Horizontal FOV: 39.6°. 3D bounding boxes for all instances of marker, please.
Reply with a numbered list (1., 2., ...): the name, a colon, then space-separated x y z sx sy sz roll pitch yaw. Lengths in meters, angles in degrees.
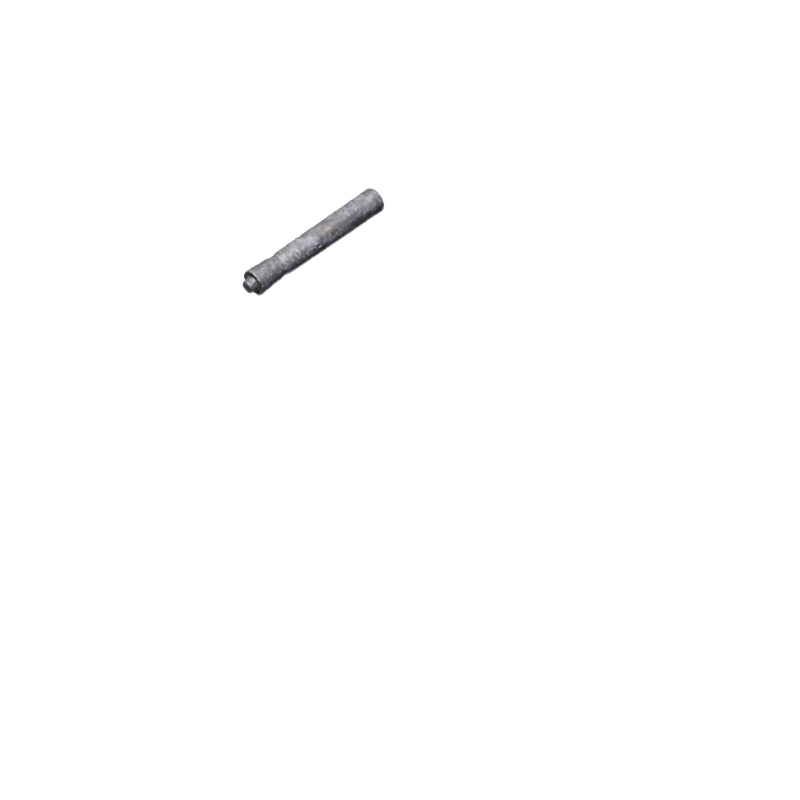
1. marker: -0.059 -0.107 0.752 0.122 0.019 0.021 -39 25 -29
